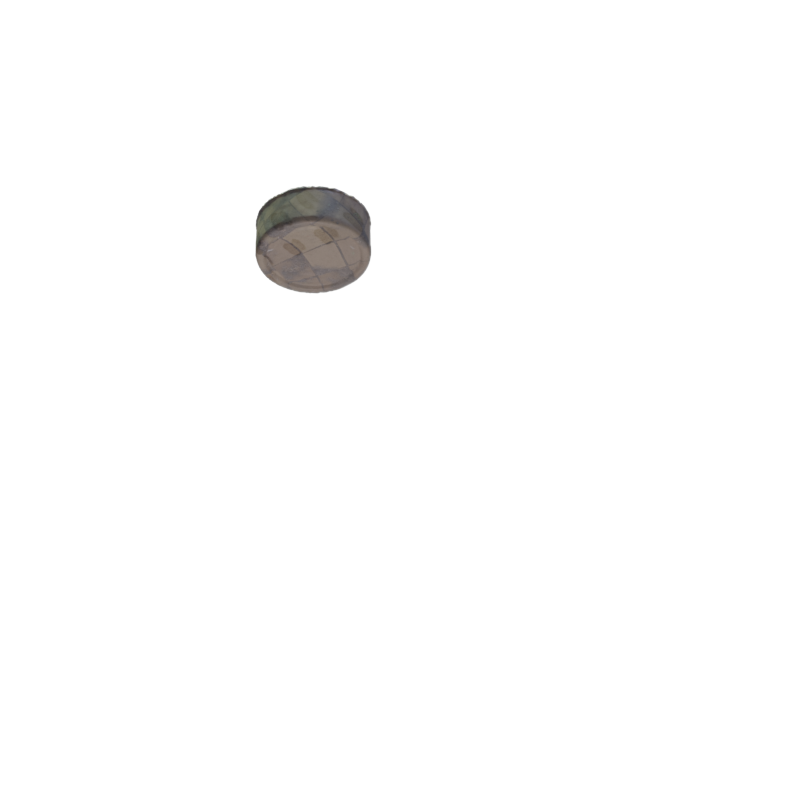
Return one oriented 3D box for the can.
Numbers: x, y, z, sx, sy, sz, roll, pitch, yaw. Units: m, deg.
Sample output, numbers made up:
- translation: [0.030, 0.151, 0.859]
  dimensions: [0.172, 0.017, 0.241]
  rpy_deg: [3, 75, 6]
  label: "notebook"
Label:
- translation: [-0.064, -0.116, 0.816]
  dimensions: [0.086, 0.036, 0.080]
  rpy_deg: [1, -36, -2]
  label: "can"
